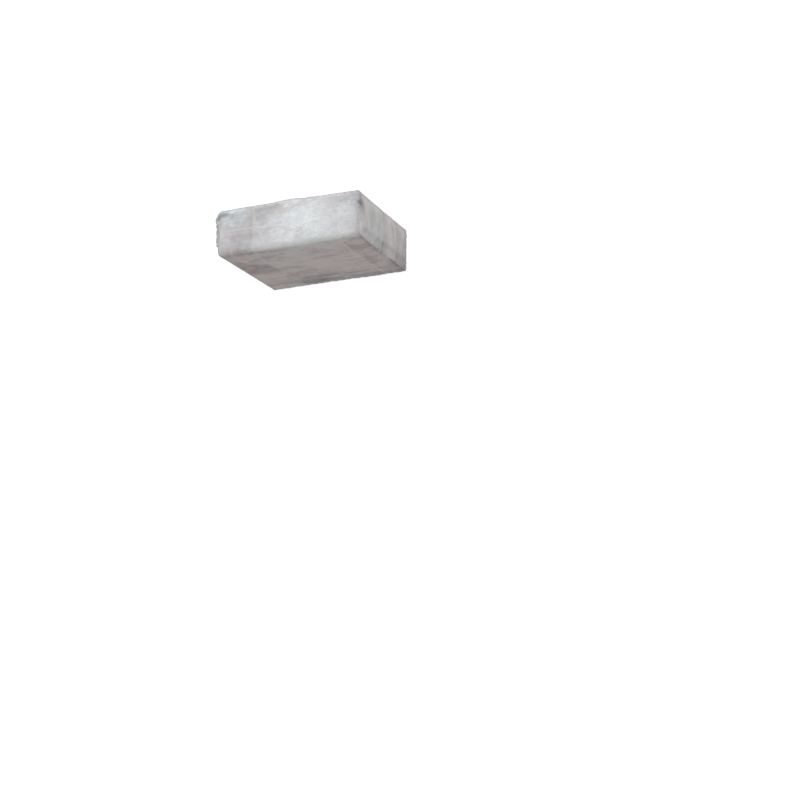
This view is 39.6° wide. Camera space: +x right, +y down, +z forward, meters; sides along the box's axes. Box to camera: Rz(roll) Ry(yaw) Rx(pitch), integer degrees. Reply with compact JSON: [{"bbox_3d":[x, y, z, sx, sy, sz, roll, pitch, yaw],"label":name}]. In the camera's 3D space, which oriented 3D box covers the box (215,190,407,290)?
[{"bbox_3d":[-0.050,-0.090,0.633,0.091,0.031,0.069,-5,-13,22],"label":"box"}]
